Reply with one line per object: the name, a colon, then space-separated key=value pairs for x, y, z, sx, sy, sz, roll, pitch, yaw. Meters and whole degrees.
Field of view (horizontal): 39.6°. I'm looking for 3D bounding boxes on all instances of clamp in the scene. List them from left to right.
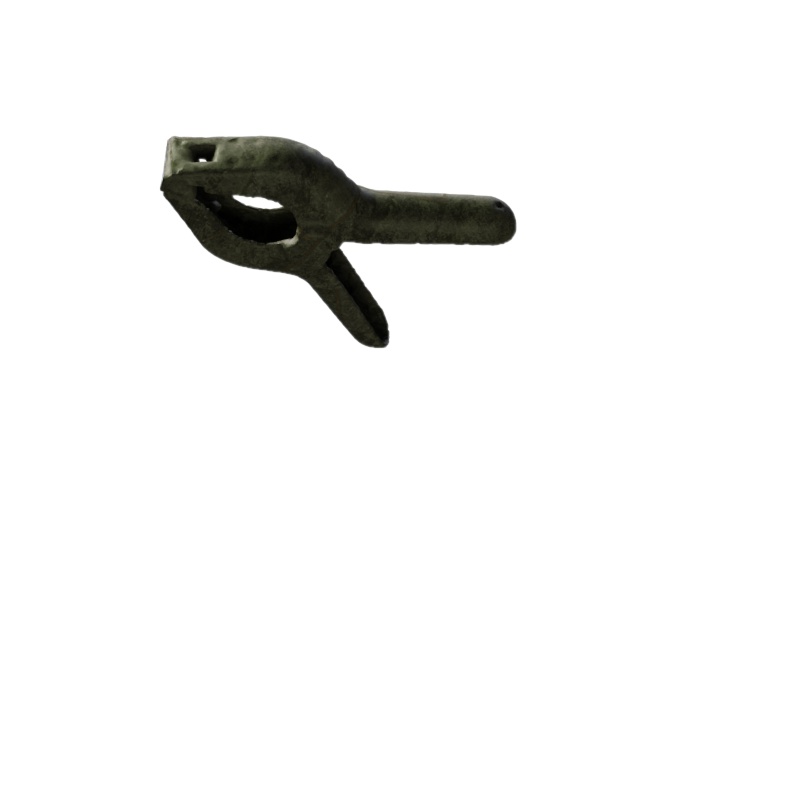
clamp: x=-0.043 y=-0.079 z=0.551 sx=0.166 sy=0.042 sz=0.115 roll=18 pitch=-47 yaw=-17
